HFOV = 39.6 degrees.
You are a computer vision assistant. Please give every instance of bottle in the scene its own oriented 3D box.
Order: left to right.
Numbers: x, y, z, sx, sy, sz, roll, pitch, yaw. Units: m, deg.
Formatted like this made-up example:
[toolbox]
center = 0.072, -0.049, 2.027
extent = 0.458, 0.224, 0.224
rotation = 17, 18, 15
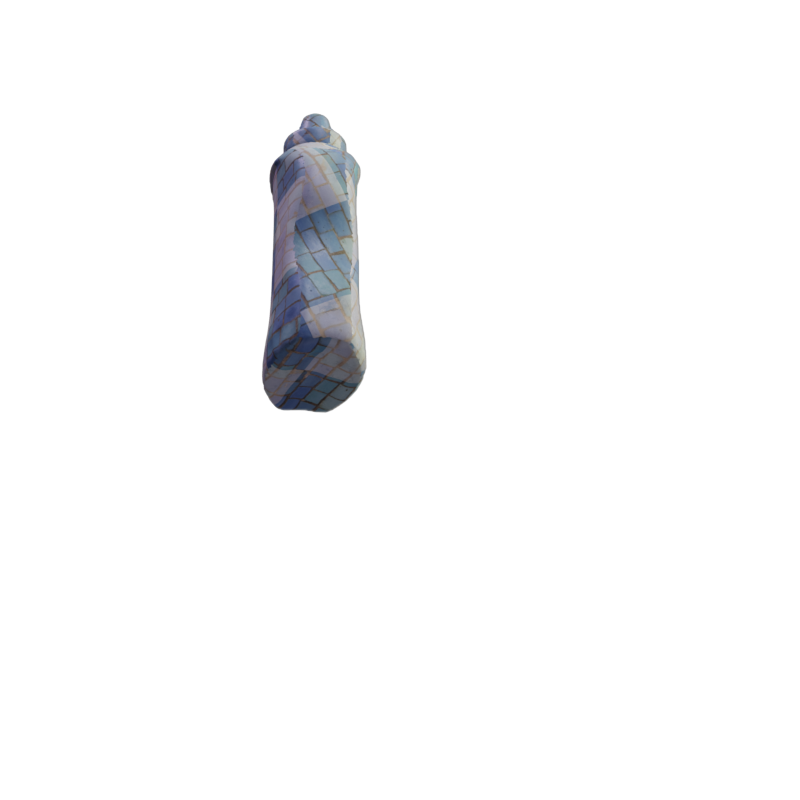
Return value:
[bottle]
center = -0.053, -0.097, 0.678
extent = 0.058, 0.204, 0.091
rotation = 3, -31, -9
